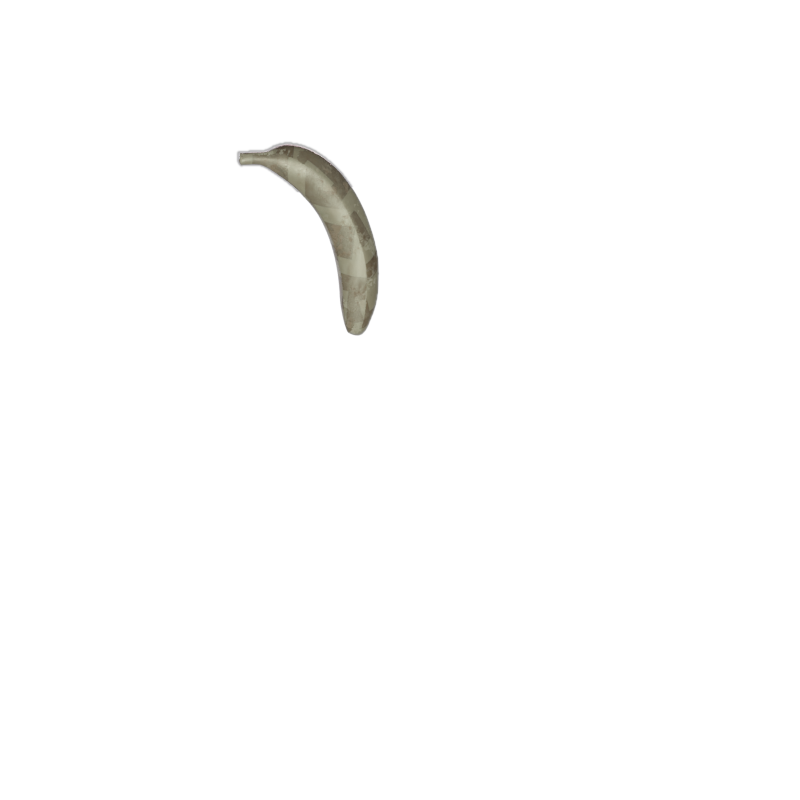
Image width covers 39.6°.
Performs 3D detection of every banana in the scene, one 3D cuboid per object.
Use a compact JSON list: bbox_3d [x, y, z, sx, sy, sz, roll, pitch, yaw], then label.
[{"bbox_3d":[-0.061,-0.149,0.957,0.069,0.189,0.038,-29,18,10],"label":"banana"}]
